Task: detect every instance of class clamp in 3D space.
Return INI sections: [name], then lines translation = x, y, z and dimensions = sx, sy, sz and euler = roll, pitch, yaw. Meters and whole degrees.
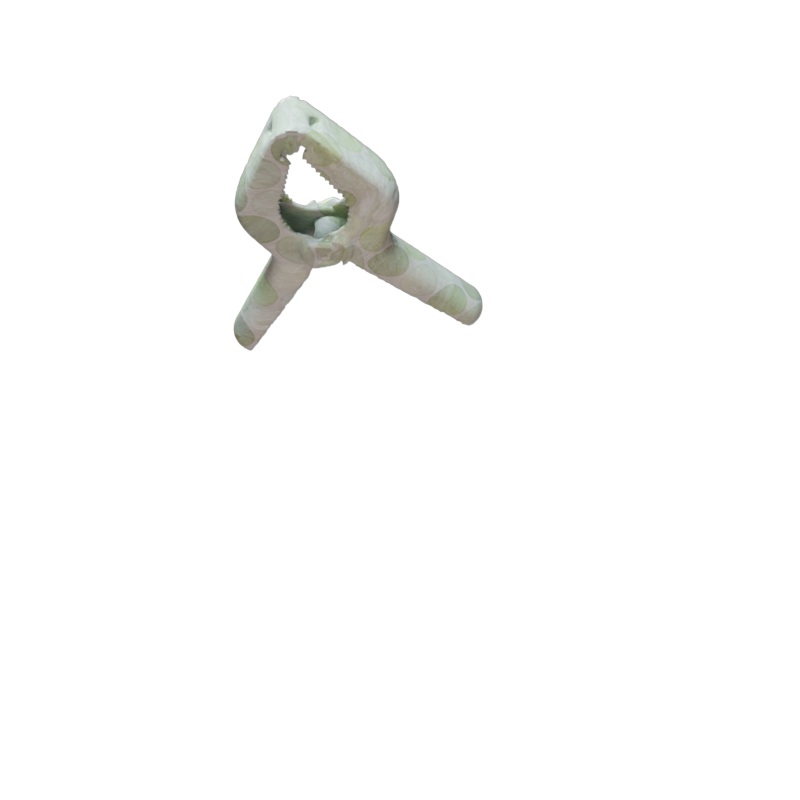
[clamp]
translation = -0.052, -0.095, 0.667
dimensions = 0.166, 0.039, 0.194
euler = -10, -36, 15
